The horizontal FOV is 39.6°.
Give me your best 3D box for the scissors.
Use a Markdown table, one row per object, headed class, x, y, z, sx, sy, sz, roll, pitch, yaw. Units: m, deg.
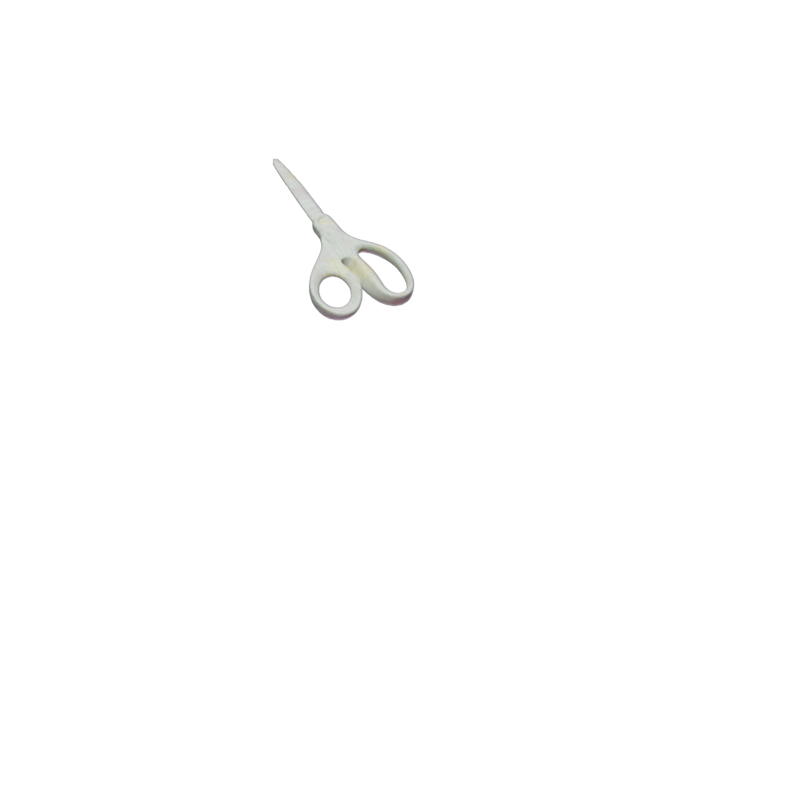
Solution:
| class | x | y | z | sx | sy | sz | roll | pitch | yaw |
| --- | --- | --- | --- | --- | --- | --- | --- | --- | --- |
| scissors | -0.076 | -0.138 | 0.969 | 0.097 | 0.015 | 0.215 | -37 | 60 | -26 |
